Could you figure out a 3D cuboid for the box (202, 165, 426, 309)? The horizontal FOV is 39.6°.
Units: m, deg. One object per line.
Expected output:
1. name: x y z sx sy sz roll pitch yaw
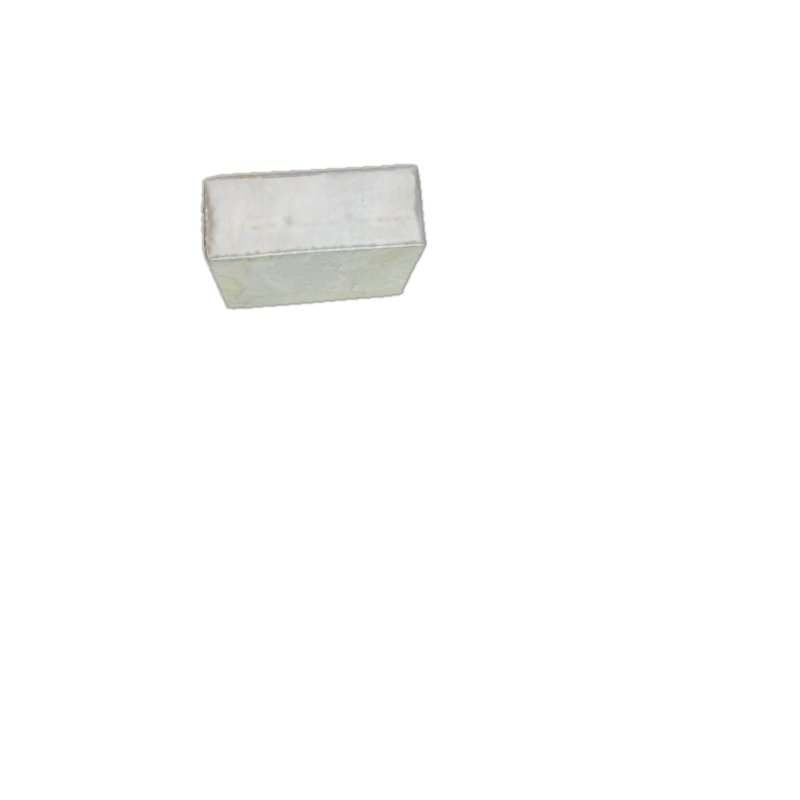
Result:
1. box: -0.072 -0.131 0.915 0.164 0.074 0.209 -4 -6 -3
